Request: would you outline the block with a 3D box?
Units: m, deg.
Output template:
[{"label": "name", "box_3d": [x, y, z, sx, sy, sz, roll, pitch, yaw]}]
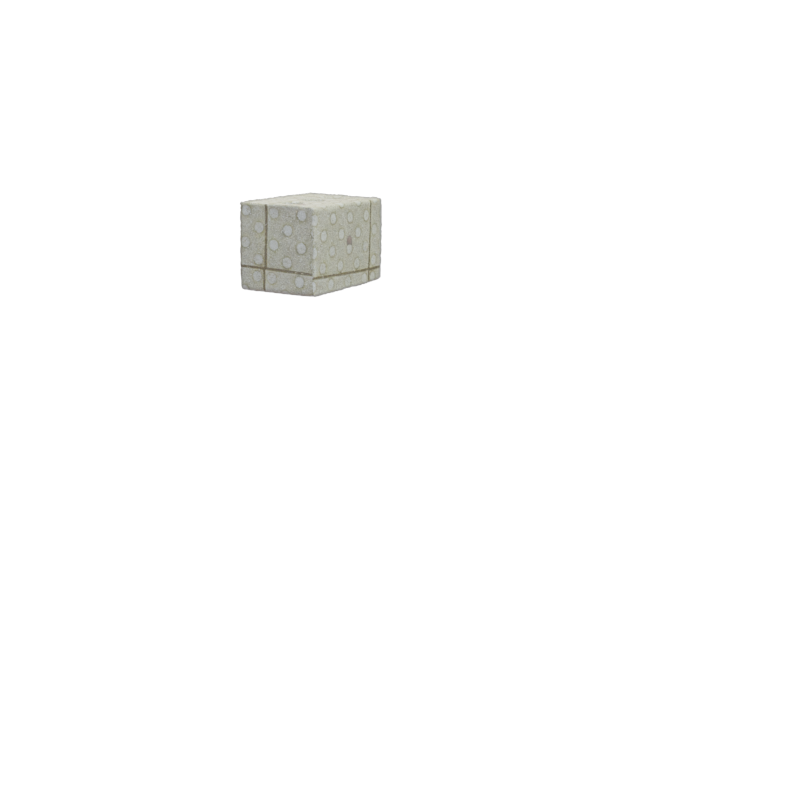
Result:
[{"label": "block", "box_3d": [-0.051, -0.093, 0.653, 0.055, 0.050, 0.077, 7, 14, 28]}]
